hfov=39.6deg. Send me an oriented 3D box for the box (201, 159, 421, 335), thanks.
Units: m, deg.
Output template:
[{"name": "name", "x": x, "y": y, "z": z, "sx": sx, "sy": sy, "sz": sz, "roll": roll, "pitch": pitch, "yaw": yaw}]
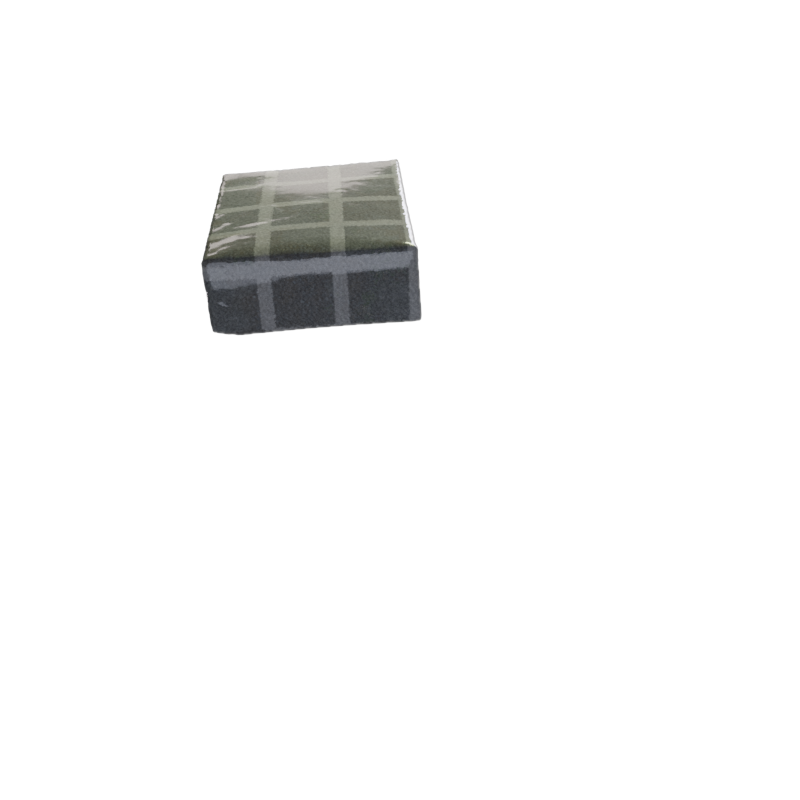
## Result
[{"name": "box", "x": -0.073, "y": -0.133, "z": 0.930, "sx": 0.164, "sy": 0.068, "sz": 0.226, "roll": -5, "pitch": 28, "yaw": 0}]
